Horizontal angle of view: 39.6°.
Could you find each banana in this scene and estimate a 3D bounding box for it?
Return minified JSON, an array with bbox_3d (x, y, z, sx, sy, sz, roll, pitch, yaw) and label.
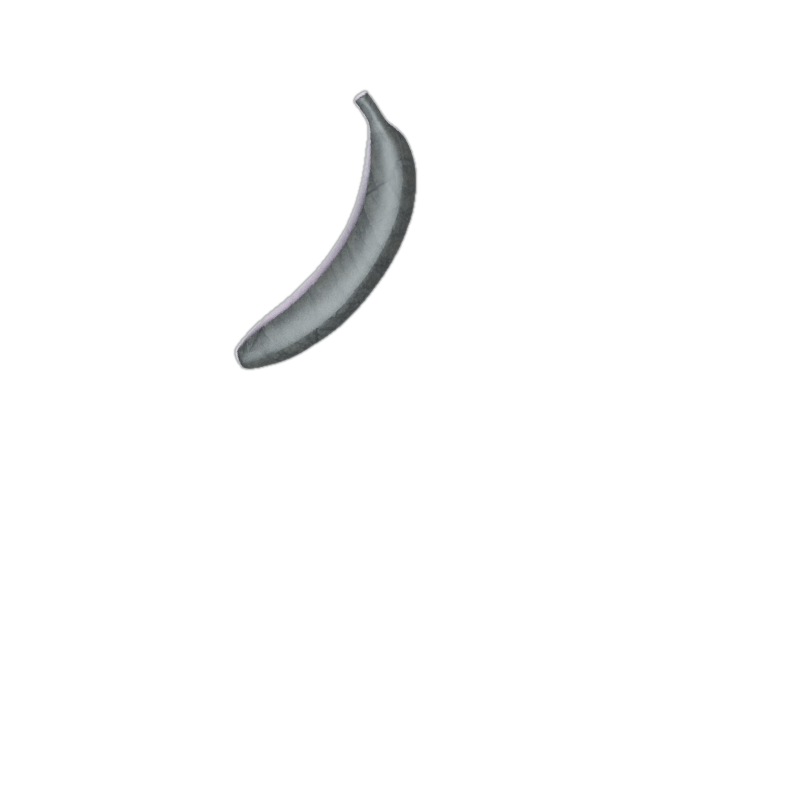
[{"bbox_3d":[-0.039,-0.100,0.729,0.069,0.196,0.037,25,6,-4],"label":"banana"}]
